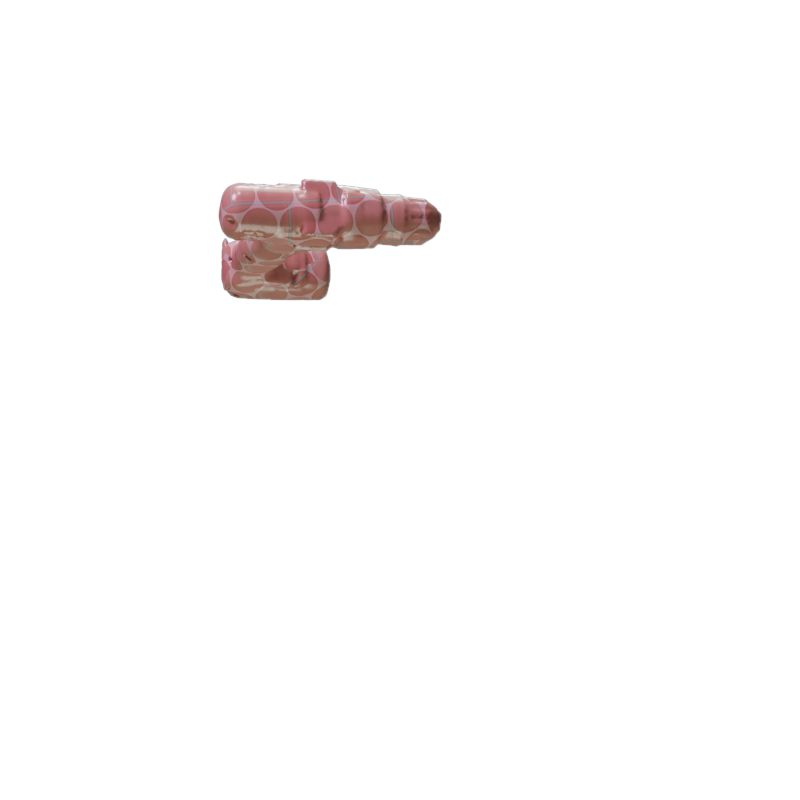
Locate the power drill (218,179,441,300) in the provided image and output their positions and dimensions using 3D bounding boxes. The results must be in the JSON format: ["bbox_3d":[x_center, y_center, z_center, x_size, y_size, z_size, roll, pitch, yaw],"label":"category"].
[{"bbox_3d":[-0.076,-0.138,0.967,0.181,0.060,0.184,4,-14,-15],"label":"power drill"}]
